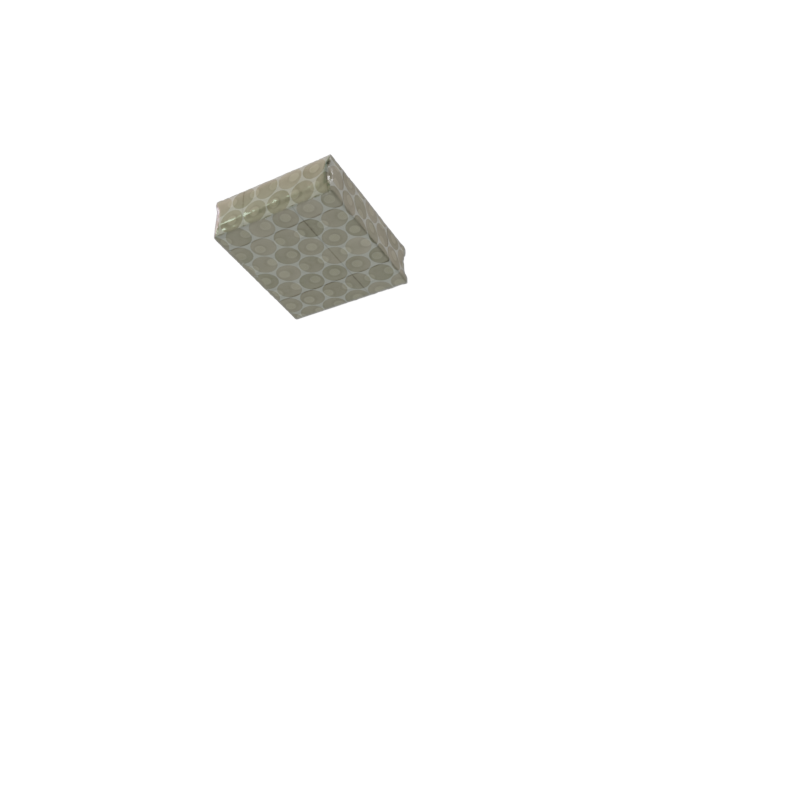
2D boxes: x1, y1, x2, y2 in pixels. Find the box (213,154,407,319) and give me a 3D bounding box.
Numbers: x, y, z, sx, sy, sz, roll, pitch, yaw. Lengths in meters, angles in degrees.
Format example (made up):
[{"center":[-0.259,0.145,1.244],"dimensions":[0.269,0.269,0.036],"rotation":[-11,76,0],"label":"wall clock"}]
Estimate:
[{"center":[-0.048,-0.087,0.609],"dimensions":[0.074,0.032,0.082],"rotation":[-18,-39,23],"label":"box"}]
